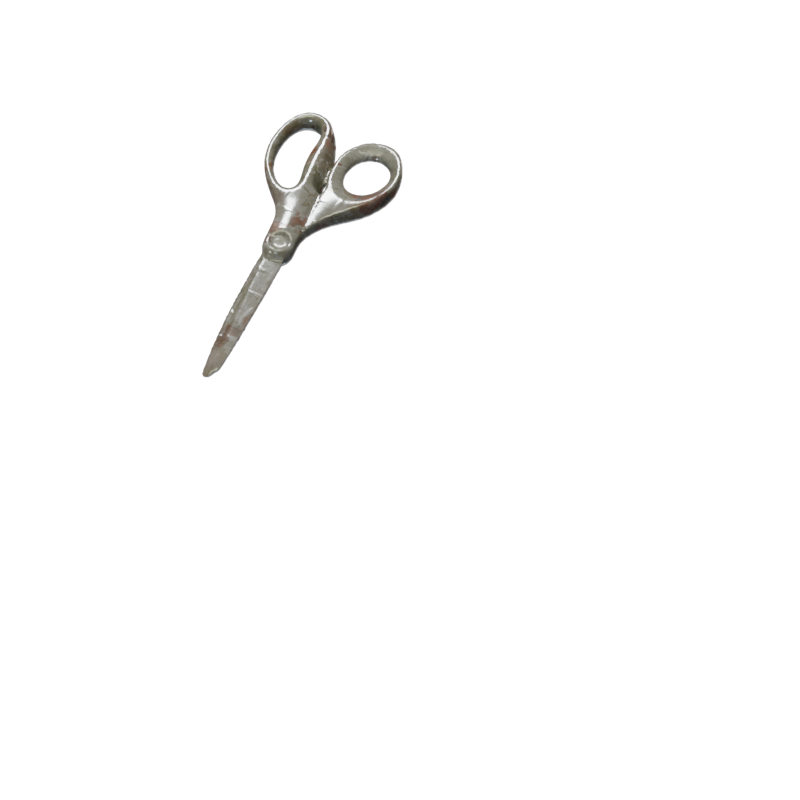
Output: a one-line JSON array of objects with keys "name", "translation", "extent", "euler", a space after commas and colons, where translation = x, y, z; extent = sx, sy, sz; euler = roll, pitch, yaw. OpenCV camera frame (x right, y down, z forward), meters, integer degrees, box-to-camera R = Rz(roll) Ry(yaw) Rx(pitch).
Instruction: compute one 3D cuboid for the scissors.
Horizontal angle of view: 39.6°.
[{"name": "scissors", "translation": [-0.052, -0.094, 0.661], "extent": [0.097, 0.215, 0.015], "euler": [4, -35, 3]}]
